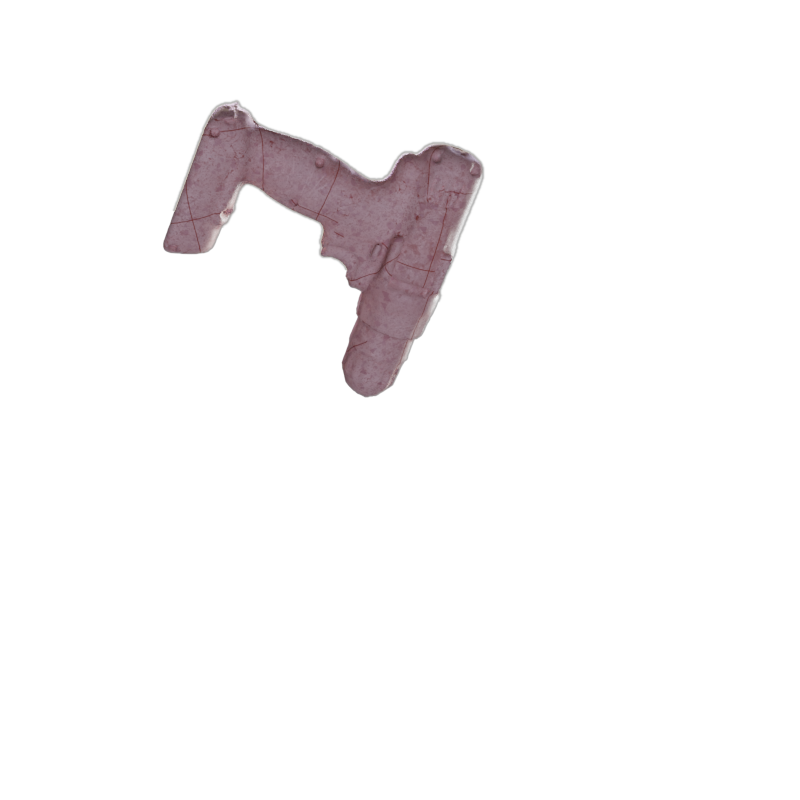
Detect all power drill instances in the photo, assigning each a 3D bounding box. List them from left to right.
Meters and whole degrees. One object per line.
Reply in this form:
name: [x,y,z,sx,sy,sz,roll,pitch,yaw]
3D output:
power drill: [-0.058,-0.106,0.741,0.185,0.179,0.060,19,17,-7]
